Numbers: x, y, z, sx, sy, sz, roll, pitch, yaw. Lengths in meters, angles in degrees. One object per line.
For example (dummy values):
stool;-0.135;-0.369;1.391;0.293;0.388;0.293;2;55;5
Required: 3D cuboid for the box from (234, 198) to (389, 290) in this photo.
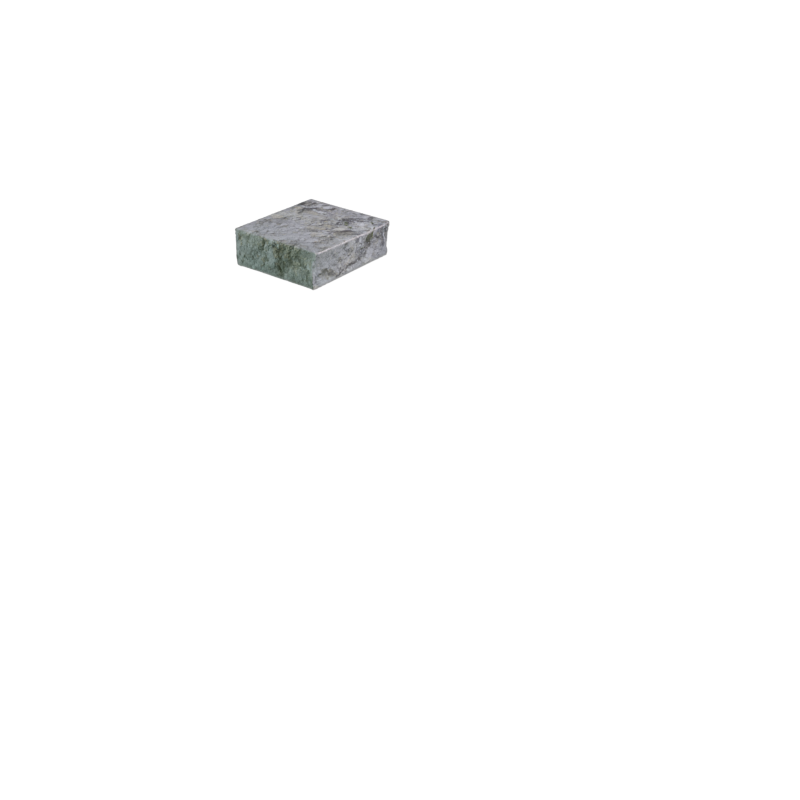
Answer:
box;-0.077;-0.140;0.981;0.095;0.037;0.114;18;33;30
